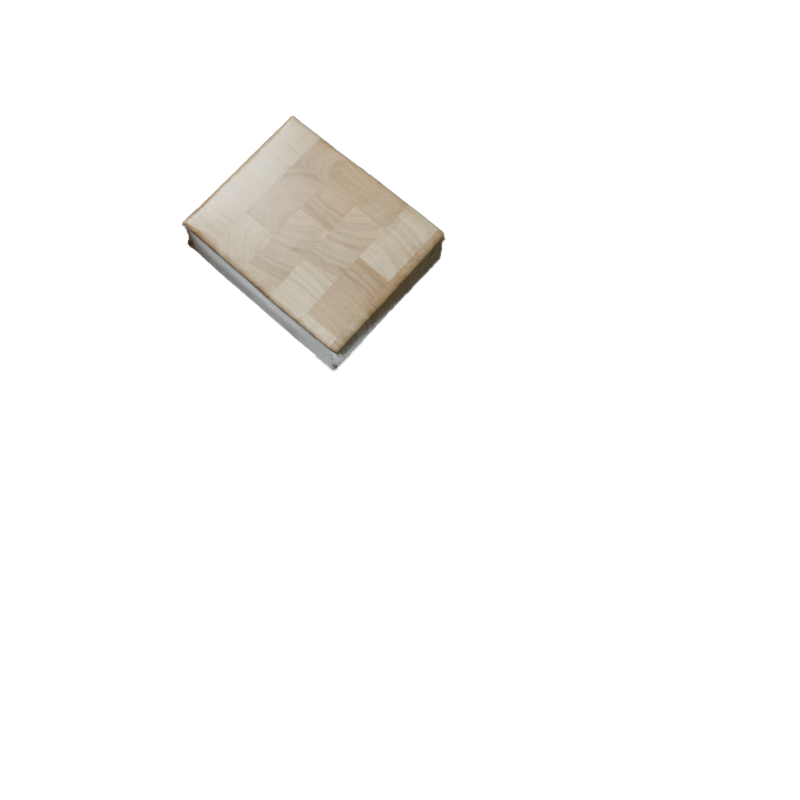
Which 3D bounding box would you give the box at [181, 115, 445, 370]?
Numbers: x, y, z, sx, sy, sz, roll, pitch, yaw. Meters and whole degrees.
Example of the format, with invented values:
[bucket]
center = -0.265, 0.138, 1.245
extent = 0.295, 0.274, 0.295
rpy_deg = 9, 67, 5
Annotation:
[box]
center = -0.047, -0.086, 0.602
extent = 0.118, 0.091, 0.037
rpy_deg = 38, -19, 15
